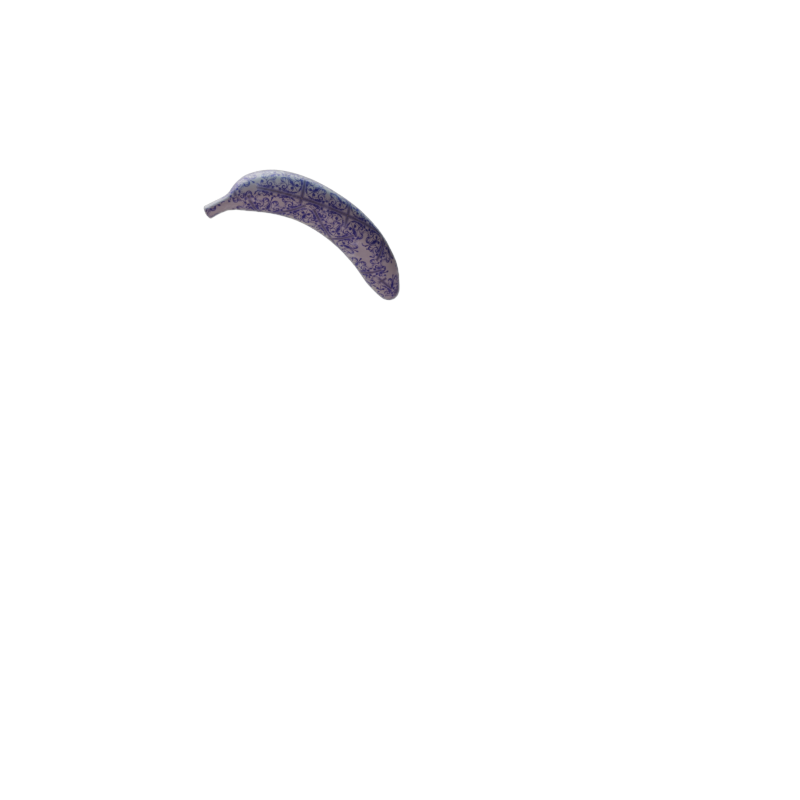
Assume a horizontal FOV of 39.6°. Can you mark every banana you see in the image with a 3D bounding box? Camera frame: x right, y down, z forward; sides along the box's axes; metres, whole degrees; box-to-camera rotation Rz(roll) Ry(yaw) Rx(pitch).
[{"bbox_3d":[-0.068,-0.150,0.958,0.189,0.039,0.068,25,-52,-22],"label":"banana"}]
